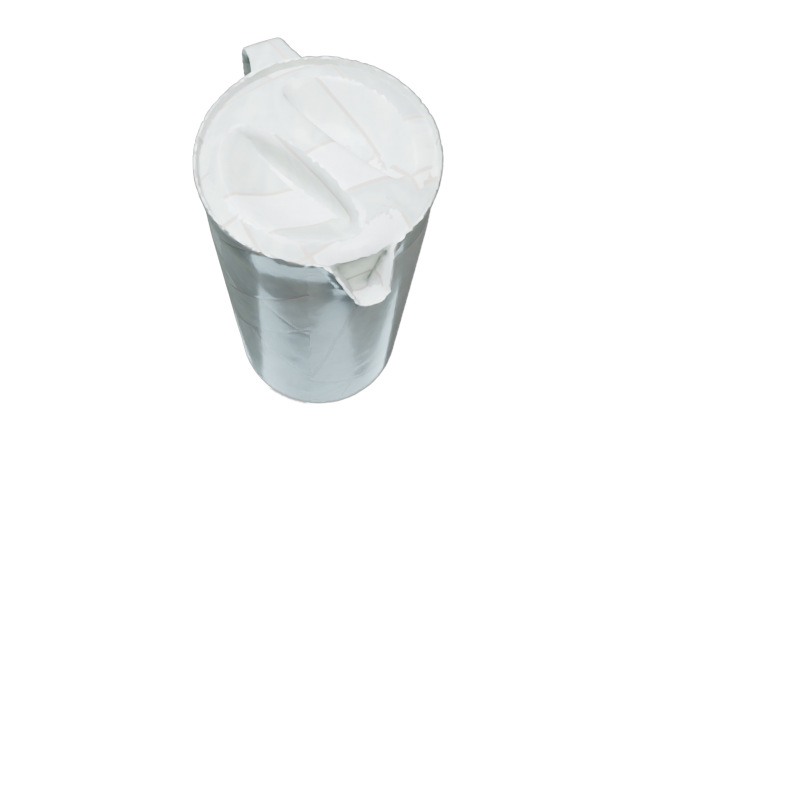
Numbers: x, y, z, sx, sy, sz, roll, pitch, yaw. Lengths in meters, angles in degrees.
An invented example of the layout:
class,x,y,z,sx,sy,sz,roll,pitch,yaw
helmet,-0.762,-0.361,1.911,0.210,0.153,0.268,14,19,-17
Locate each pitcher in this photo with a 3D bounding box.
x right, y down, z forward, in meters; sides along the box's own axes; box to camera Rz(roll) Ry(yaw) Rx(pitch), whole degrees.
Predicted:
class,x,y,z,sx,sy,sz,roll,pitch,yaw
pitcher,-0.054,-0.099,0.691,0.148,0.155,0.230,22,-23,6
